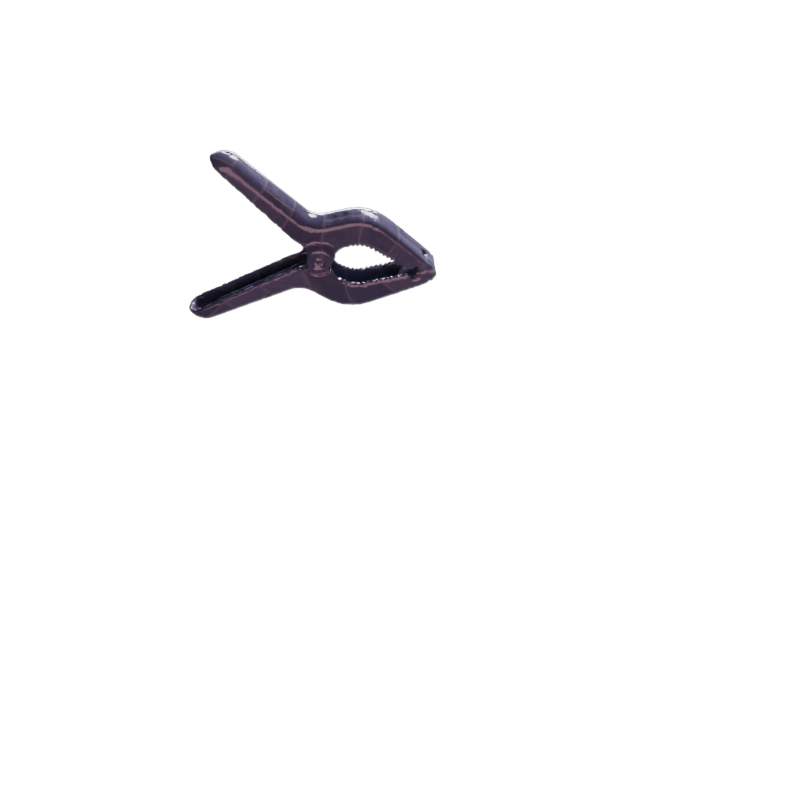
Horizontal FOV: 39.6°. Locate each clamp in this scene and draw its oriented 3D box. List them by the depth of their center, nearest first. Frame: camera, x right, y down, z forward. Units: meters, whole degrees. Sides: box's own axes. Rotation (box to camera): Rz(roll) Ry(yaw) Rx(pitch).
[{"bbox_3d":[-0.073,-0.133,0.933,0.209,0.154,0.039,3,38,-2],"label":"clamp"}]
